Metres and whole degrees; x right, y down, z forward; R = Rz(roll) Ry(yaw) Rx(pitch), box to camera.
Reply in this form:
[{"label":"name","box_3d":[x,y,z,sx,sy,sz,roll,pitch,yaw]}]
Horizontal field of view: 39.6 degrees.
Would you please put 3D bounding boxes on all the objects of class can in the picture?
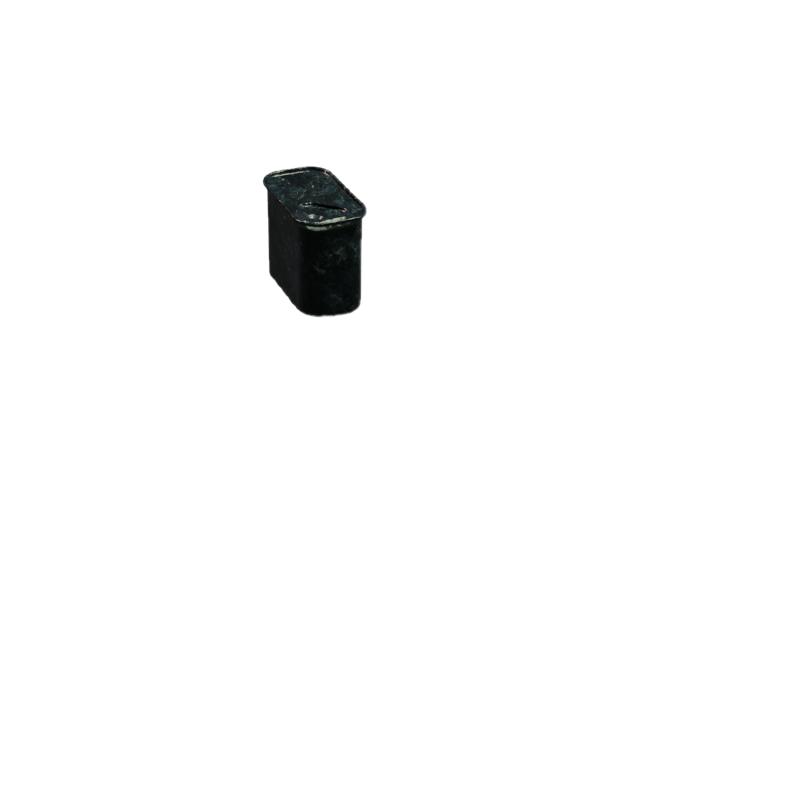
[{"label":"can","box_3d":[-0.068,-0.123,0.864,0.056,0.079,0.110,-12,34,-21]}]
